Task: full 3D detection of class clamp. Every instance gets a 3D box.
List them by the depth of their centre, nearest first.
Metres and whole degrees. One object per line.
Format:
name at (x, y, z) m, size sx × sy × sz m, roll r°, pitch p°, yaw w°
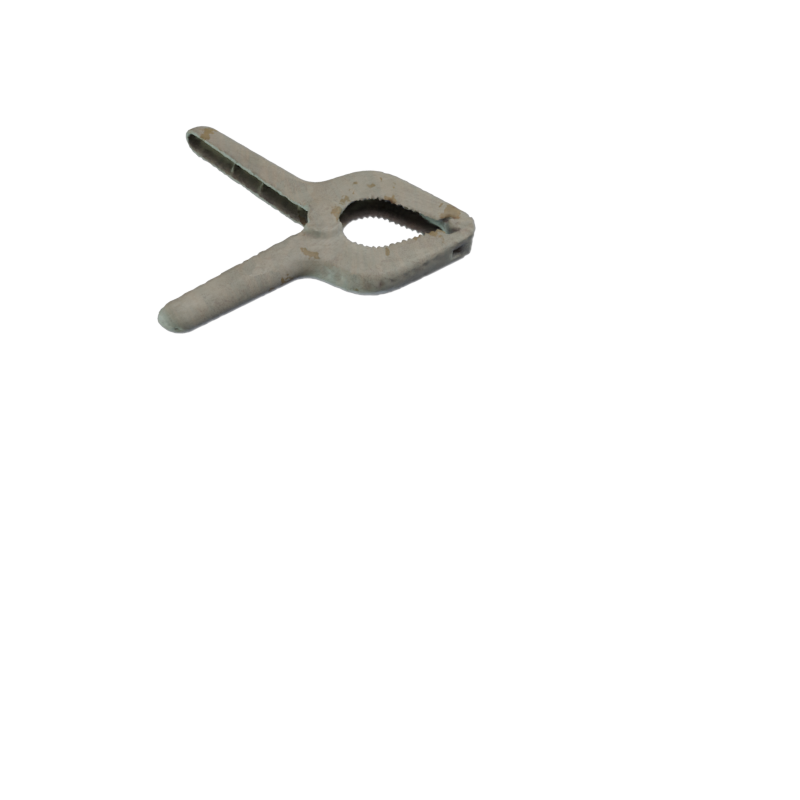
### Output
clamp at (-0.058, -0.106, 0.739) m, size 0.212 × 0.174 × 0.034 m, roll 8°, pitch -31°, yaw 5°
